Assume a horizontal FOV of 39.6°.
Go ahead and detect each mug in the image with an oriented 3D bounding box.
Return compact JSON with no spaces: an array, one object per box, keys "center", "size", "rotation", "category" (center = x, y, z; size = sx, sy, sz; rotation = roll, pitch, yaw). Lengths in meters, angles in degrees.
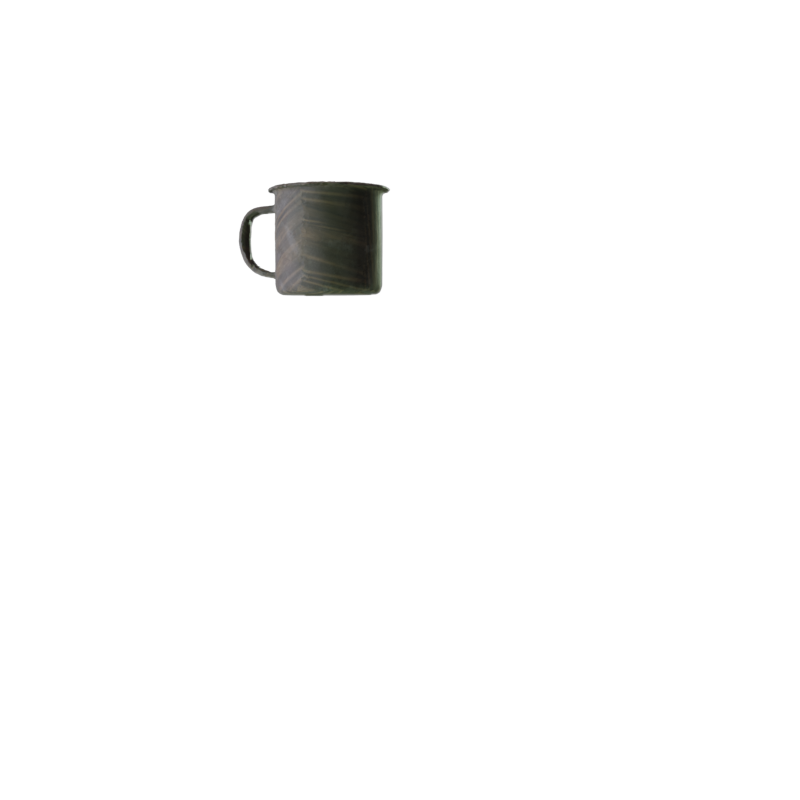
[{"center":[-0.066,-0.121,0.846],"size":[0.118,0.082,0.092],"rotation":[0,1,8],"category":"mug"}]
